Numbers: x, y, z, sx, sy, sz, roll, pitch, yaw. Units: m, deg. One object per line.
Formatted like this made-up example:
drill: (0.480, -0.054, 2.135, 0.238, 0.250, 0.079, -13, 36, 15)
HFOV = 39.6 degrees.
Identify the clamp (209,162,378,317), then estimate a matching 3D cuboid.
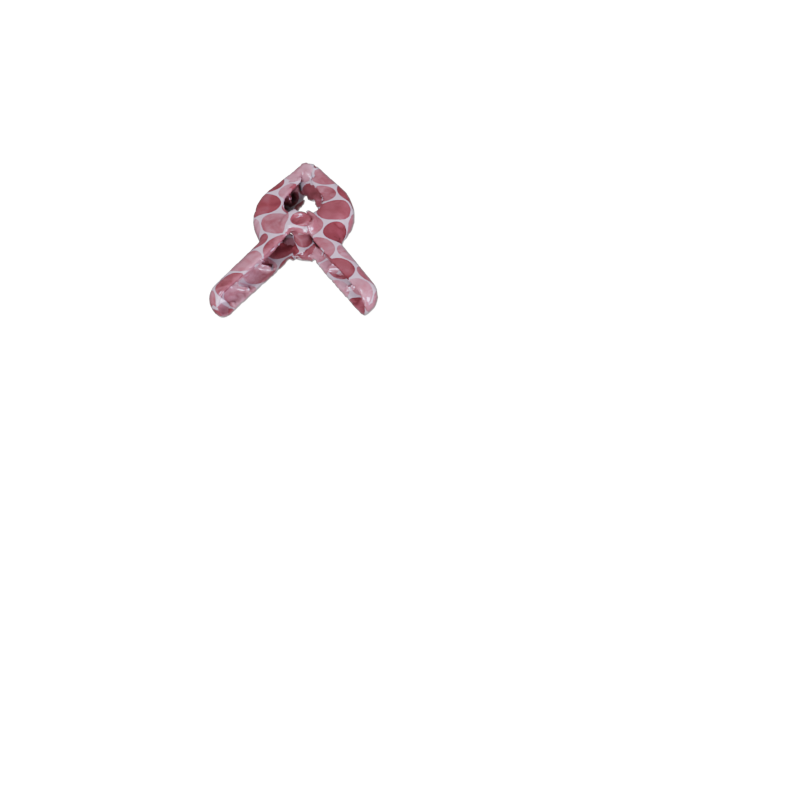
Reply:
clamp: (-0.066, -0.120, 0.843, 0.122, 0.181, 0.036, 8, -43, 7)
